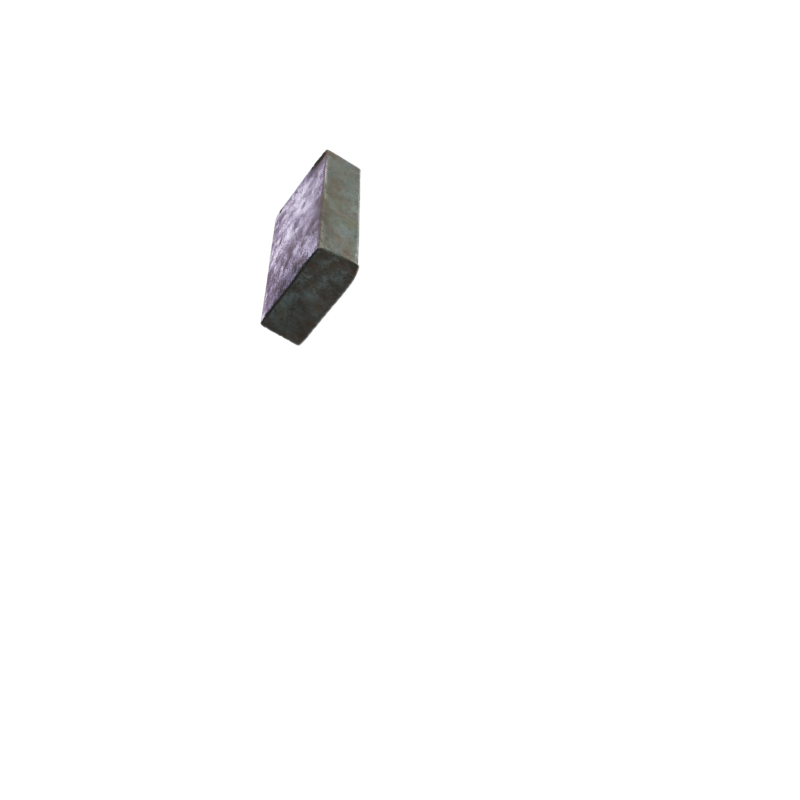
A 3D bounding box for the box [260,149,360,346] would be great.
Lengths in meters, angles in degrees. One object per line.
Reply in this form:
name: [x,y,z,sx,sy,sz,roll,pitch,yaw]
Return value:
box: [-0.076,-0.137,0.963,0.046,0.091,0.189,29,30,-23]
